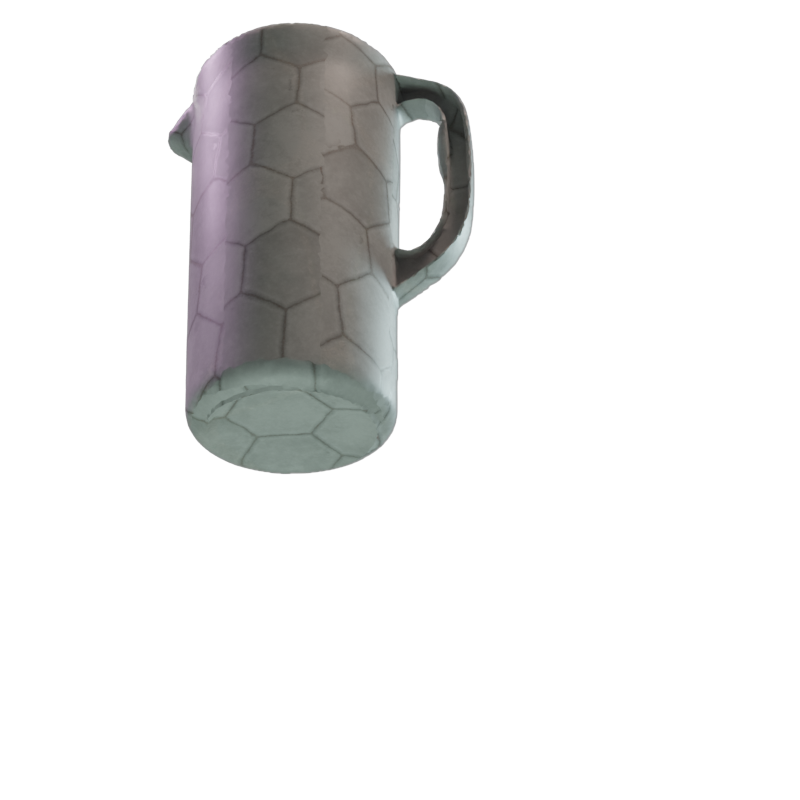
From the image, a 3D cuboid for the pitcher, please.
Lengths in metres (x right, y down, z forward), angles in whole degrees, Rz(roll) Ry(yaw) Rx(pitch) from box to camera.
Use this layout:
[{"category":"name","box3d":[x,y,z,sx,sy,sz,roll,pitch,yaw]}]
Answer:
[{"category":"pitcher","box3d":[-0.049,-0.090,0.628,0.138,0.260,0.147,21,-41,-29]}]
